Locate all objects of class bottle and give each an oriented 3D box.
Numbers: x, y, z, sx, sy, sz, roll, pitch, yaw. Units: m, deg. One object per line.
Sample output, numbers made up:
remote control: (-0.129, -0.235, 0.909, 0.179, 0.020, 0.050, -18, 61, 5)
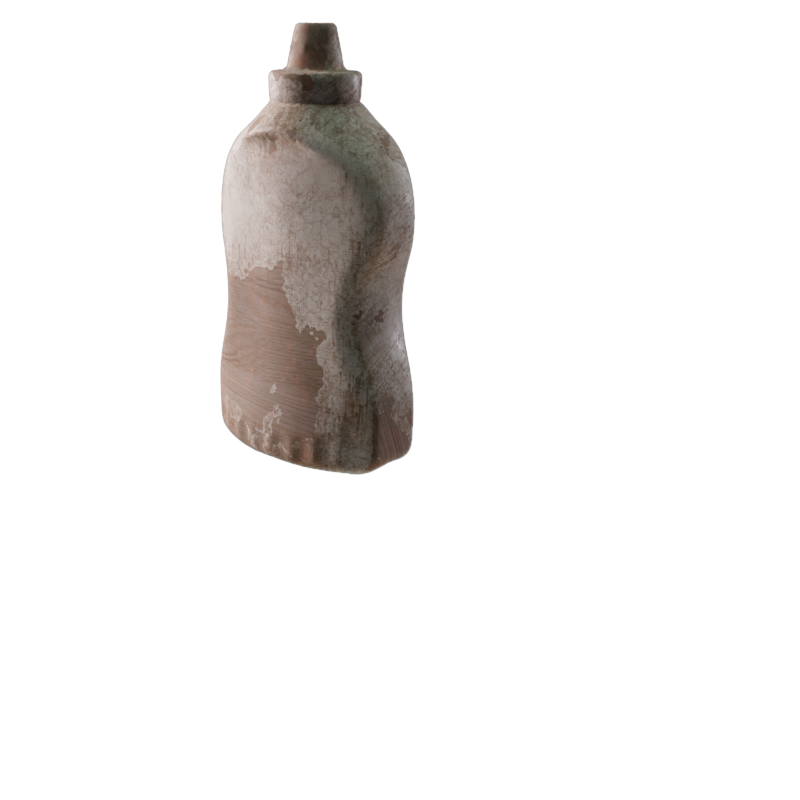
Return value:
bottle: (-0.038, -0.071, 0.495, 0.101, 0.186, 0.057, 12, 17, 41)
